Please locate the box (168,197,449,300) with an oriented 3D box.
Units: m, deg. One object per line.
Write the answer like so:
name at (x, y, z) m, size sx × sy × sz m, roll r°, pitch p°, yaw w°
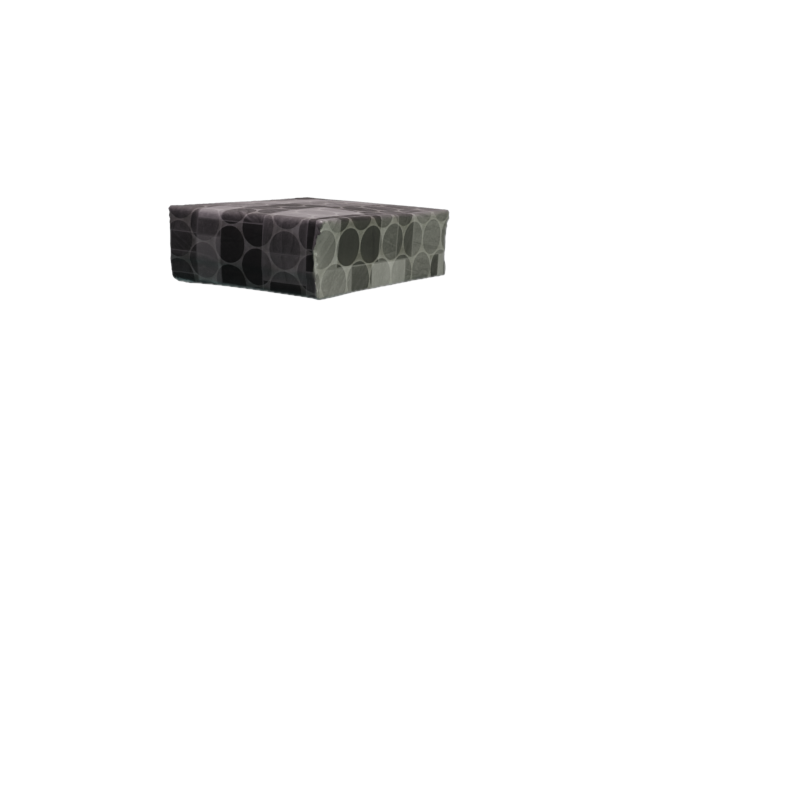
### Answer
box at (-0.042, -0.077, 0.536) m, size 0.094 × 0.038 × 0.111 m, roll 9°, pitch 17°, yaw 32°
